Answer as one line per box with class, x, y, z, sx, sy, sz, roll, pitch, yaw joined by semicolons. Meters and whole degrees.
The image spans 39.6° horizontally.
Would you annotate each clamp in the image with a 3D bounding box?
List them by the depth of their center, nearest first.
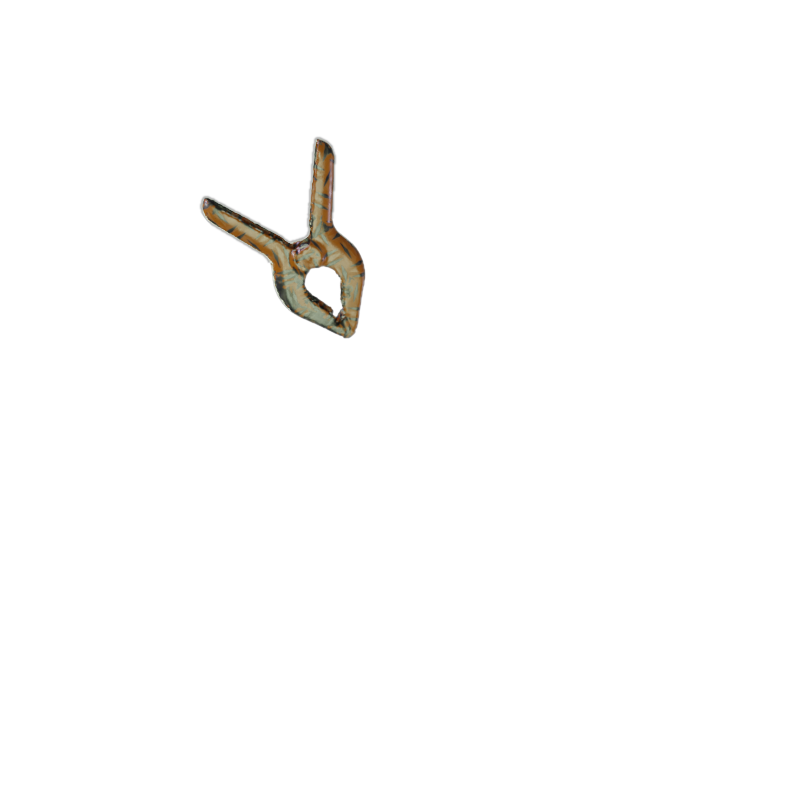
clamp;-0.074;-0.135;0.943;0.120;0.164;0.041;-33;19;13
